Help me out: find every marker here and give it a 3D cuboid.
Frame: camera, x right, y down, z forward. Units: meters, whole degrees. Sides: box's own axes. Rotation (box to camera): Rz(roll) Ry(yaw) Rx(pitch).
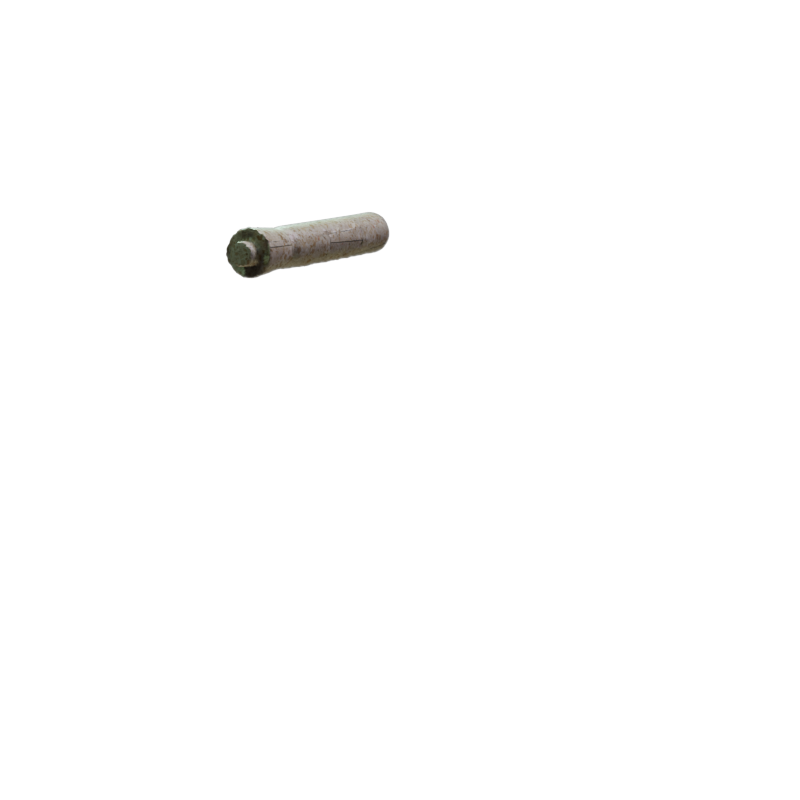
[{"bbox_3d":[-0.036,-0.065,0.455,0.020,0.019,0.120,2,12,22],"label":"marker"}]
